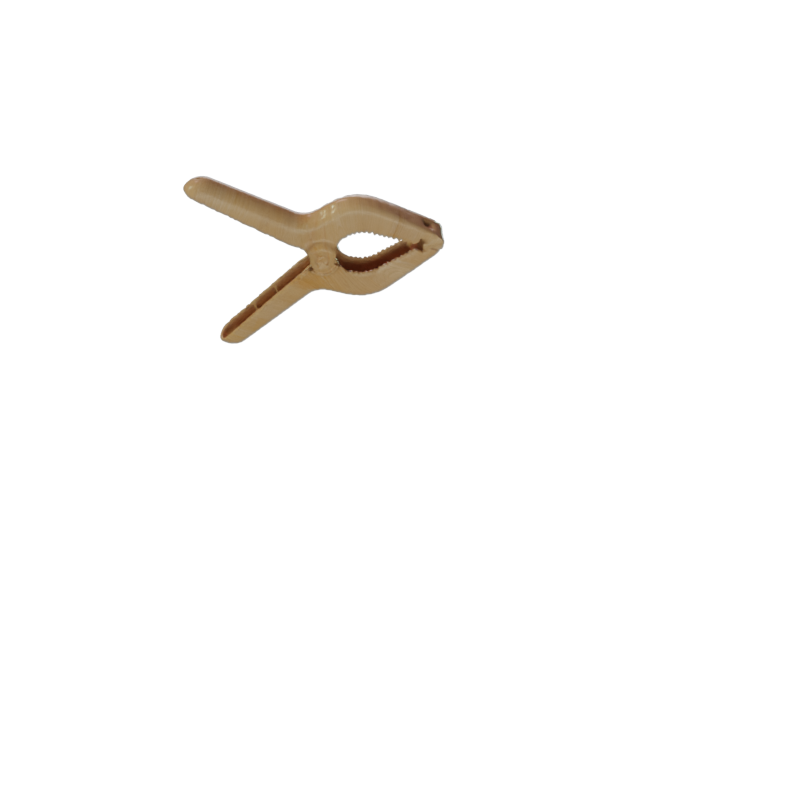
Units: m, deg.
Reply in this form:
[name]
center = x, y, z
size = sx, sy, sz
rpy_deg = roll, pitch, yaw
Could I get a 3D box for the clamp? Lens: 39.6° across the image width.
[clamp]
center = -0.072, -0.131, 0.917
size = 0.211, 0.153, 0.039
rpy_deg = -11, 37, 8
